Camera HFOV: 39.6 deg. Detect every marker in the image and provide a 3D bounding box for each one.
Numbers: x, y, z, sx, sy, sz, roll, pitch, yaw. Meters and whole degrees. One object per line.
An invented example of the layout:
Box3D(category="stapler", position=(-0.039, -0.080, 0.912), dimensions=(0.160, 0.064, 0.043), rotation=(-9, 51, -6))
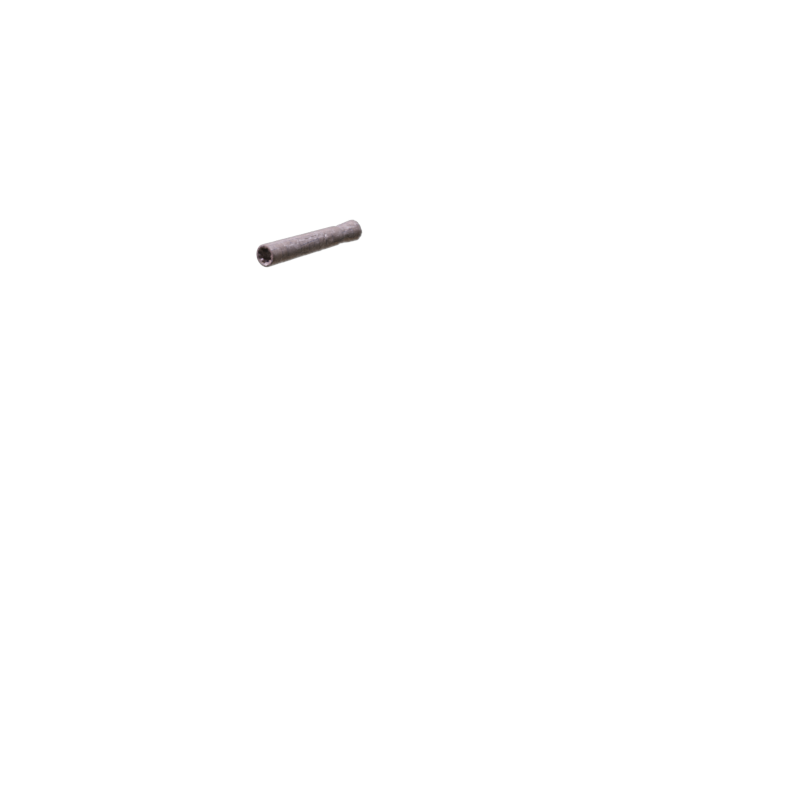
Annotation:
Box3D(category="marker", position=(-0.072, -0.131, 0.920), dimensions=(0.021, 0.019, 0.120), rotation=(3, 19, 37))
